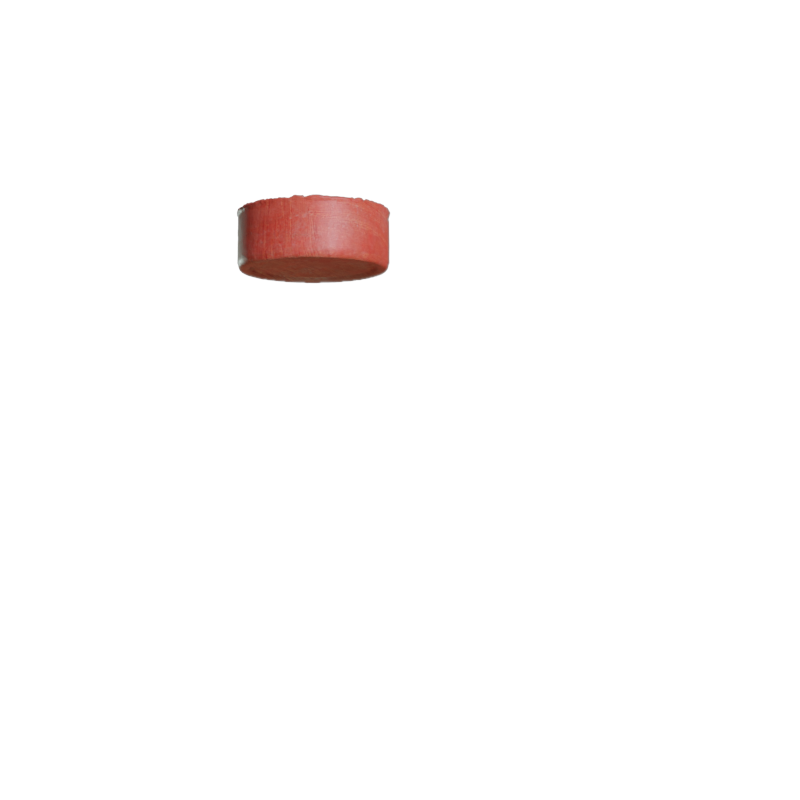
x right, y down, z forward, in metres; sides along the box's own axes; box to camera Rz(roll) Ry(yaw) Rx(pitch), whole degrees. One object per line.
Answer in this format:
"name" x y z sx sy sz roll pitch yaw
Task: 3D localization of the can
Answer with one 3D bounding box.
"can" -0.048 -0.088 0.618 0.086 0.034 0.084 0 -5 -2
